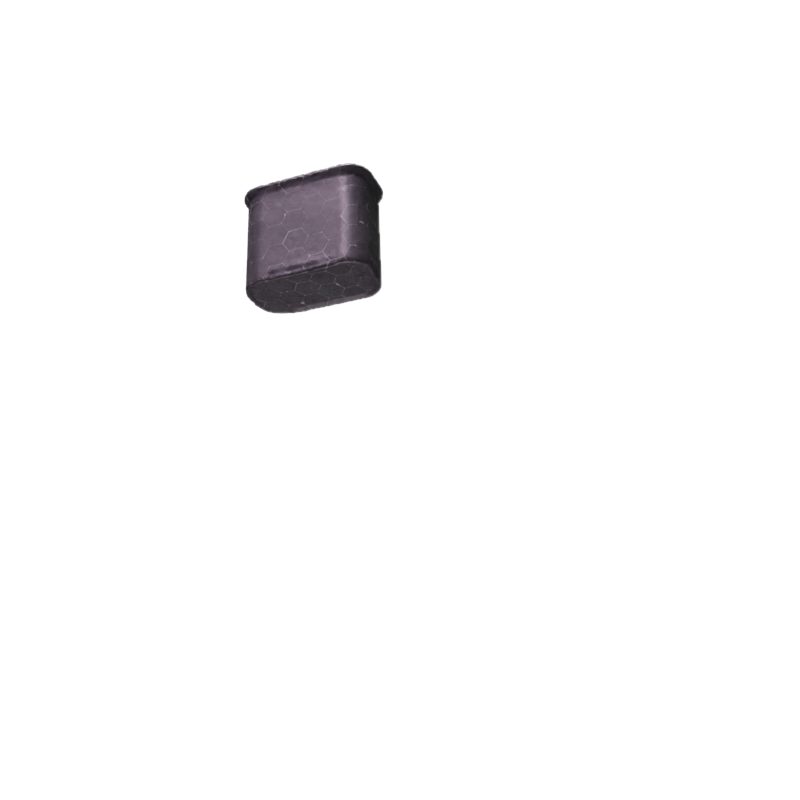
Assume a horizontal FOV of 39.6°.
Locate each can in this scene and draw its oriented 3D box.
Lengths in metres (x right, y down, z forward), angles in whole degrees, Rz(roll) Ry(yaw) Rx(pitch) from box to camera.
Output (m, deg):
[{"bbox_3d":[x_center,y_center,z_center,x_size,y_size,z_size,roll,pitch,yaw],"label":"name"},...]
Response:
[{"bbox_3d":[-0.063,-0.116,0.810,0.103,0.089,0.053,-12,-32,18],"label":"can"}]
